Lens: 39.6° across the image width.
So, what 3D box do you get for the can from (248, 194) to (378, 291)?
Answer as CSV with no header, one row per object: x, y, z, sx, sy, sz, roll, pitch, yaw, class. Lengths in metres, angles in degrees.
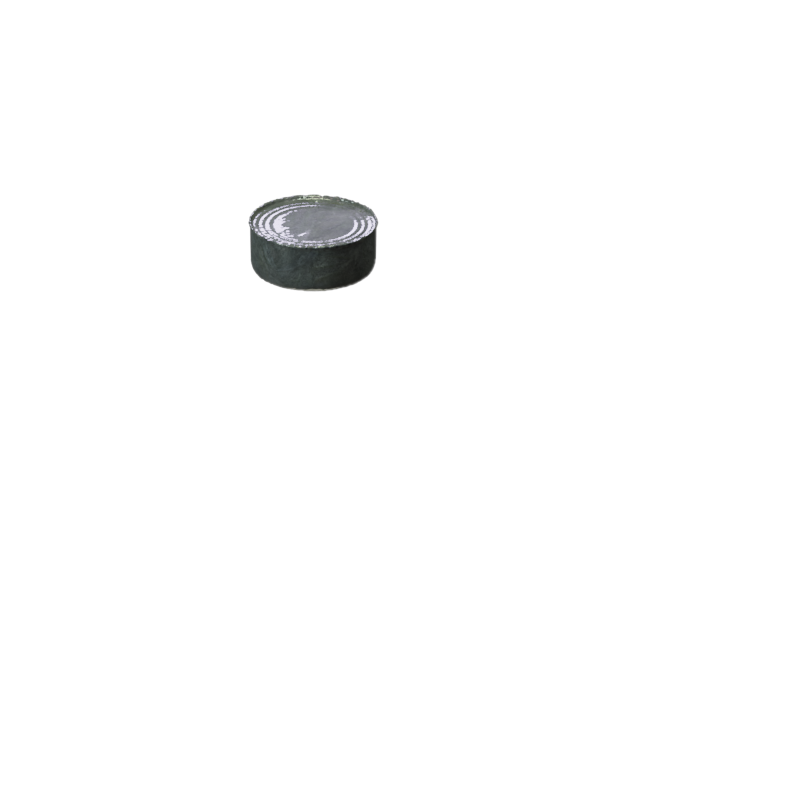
-0.058,-0.106,0.741,0.086,0.032,0.091,-1,31,-2,can
